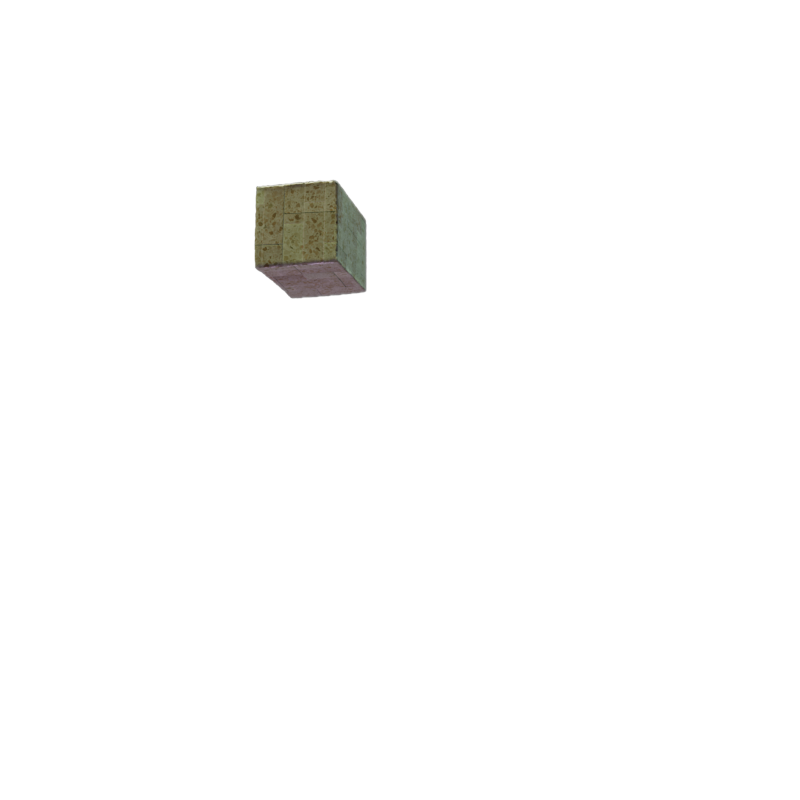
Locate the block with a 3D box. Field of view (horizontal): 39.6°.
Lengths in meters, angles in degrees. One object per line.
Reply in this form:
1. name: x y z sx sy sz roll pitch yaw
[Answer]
1. block: -0.054 -0.098 0.685 0.053 0.053 0.074 -3 -12 12
